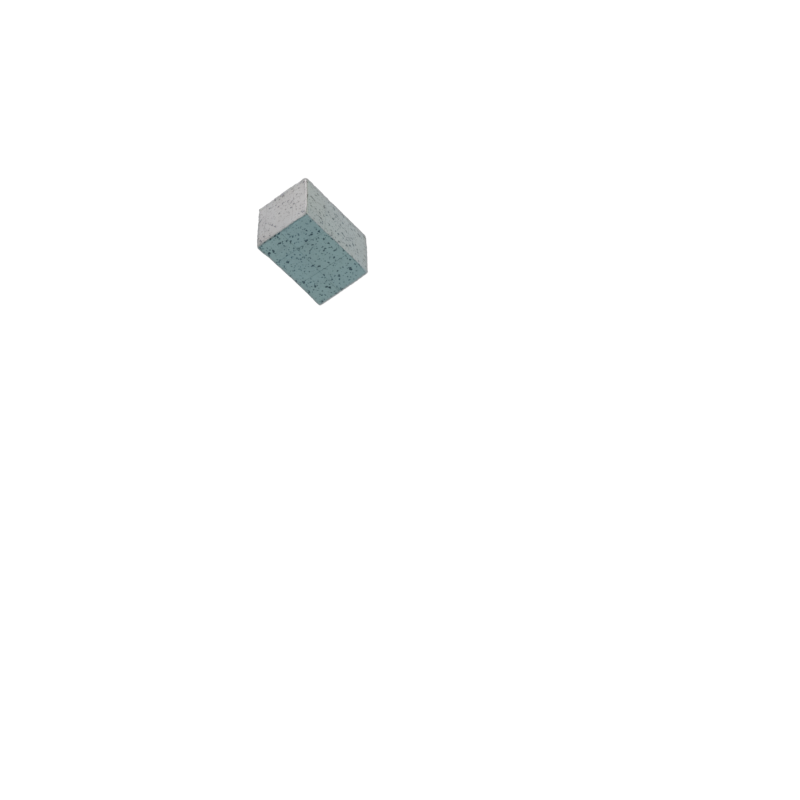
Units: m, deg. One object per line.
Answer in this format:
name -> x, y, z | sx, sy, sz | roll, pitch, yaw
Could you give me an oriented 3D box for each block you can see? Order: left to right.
block -> -0.069, -0.126, 0.882 | 0.052, 0.055, 0.073 | -32, -56, 23
